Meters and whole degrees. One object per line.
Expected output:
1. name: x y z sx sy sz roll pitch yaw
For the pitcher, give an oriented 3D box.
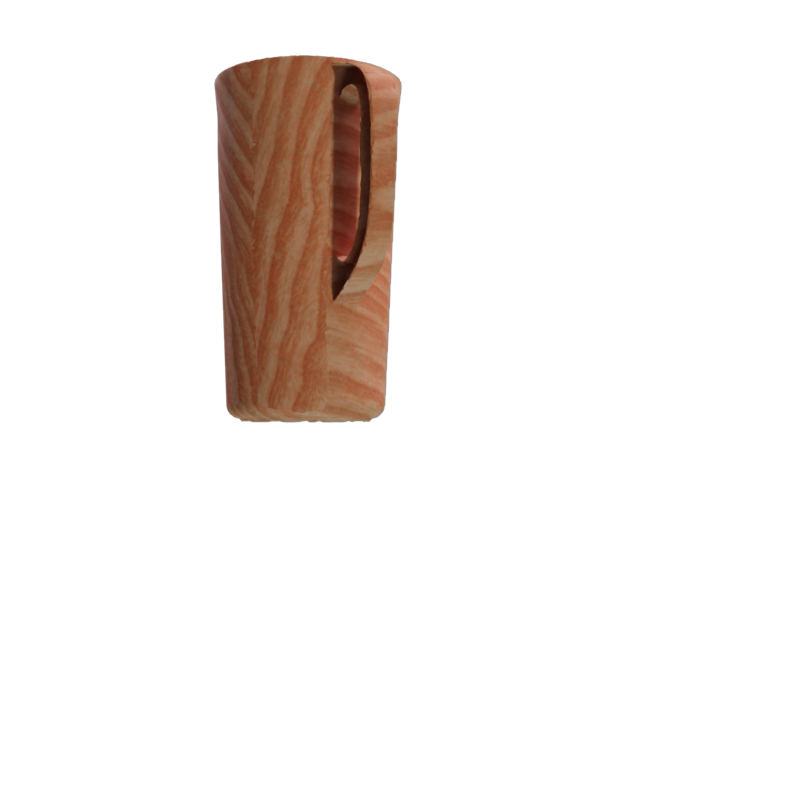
1. pitcher: -0.059 -0.108 0.758 0.147 0.248 0.144 -2 -8 14
